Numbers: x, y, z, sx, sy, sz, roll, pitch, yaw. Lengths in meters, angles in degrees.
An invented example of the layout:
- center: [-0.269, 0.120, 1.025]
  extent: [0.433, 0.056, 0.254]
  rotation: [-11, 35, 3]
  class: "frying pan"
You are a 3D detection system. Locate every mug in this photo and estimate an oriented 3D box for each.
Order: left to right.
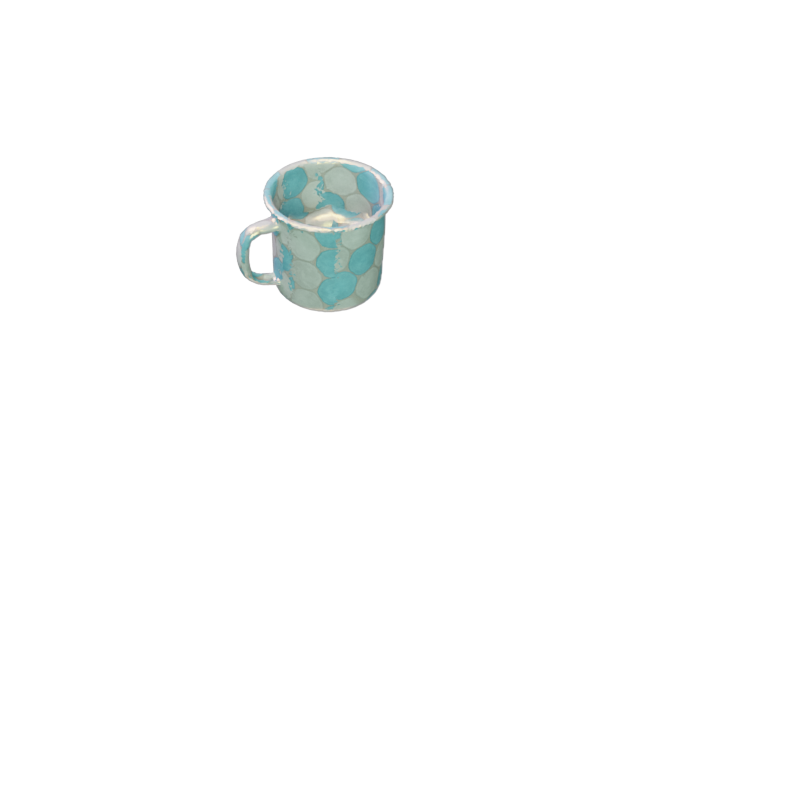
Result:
- center: [-0.063, -0.115, 0.806]
  extent: [0.116, 0.076, 0.101]
  rotation: [-19, 45, -21]
  class: "mug"
